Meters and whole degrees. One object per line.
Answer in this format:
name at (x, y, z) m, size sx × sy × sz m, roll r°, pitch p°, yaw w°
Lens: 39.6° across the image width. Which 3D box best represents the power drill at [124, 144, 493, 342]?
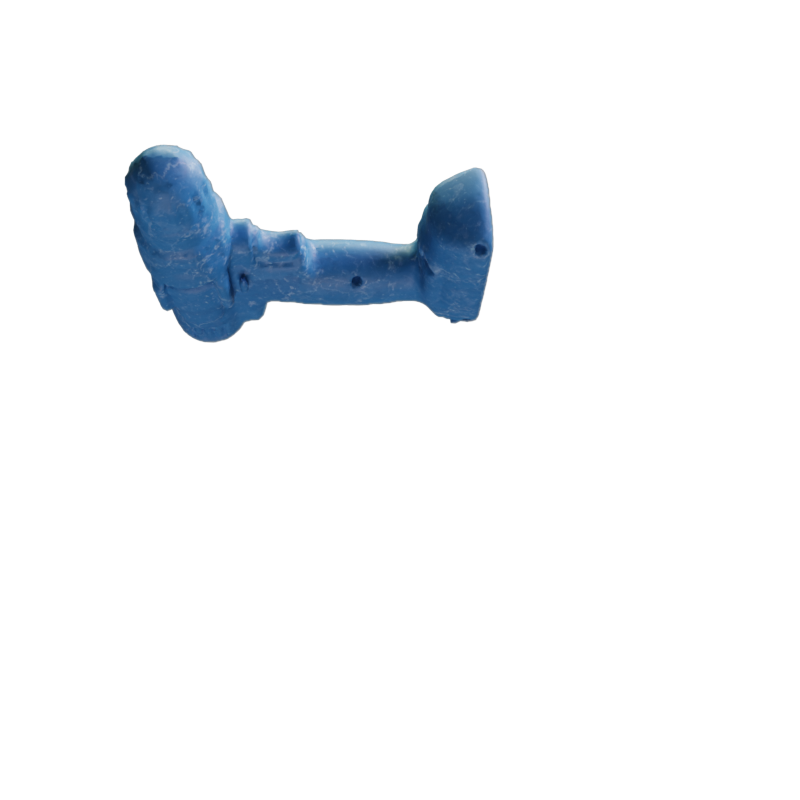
power drill at (-0.047, -0.086, 0.602) m, size 0.188 × 0.060 × 0.175 m, roll -1°, pitch -19°, yaw 1°
